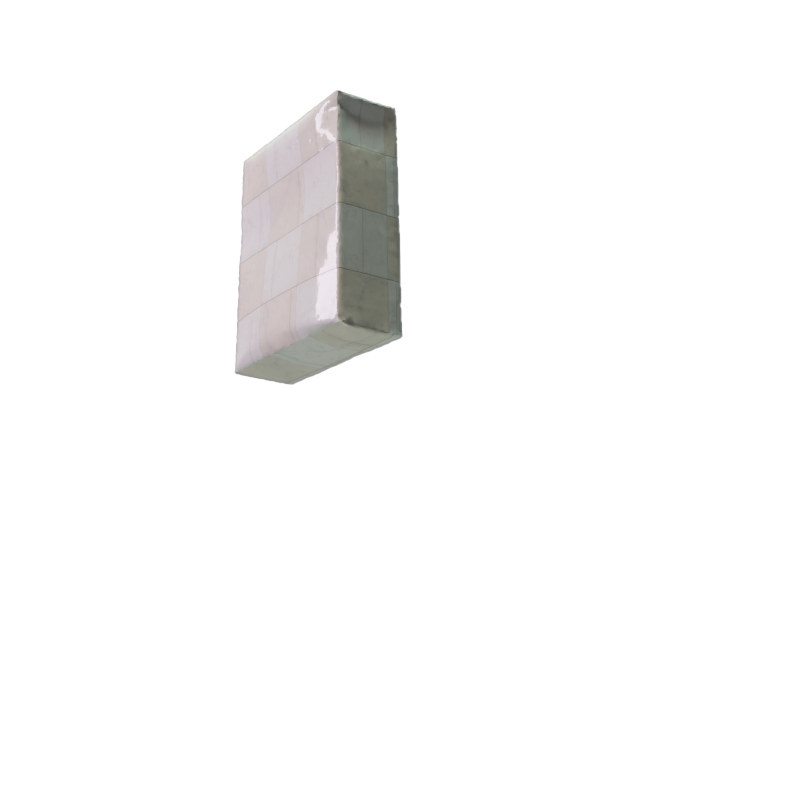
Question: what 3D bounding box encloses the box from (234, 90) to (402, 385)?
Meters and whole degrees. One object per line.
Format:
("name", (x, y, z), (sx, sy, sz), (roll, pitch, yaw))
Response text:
("box", (-0.076, -0.138, 0.967), (0.068, 0.225, 0.164), (14, -25, -35))
